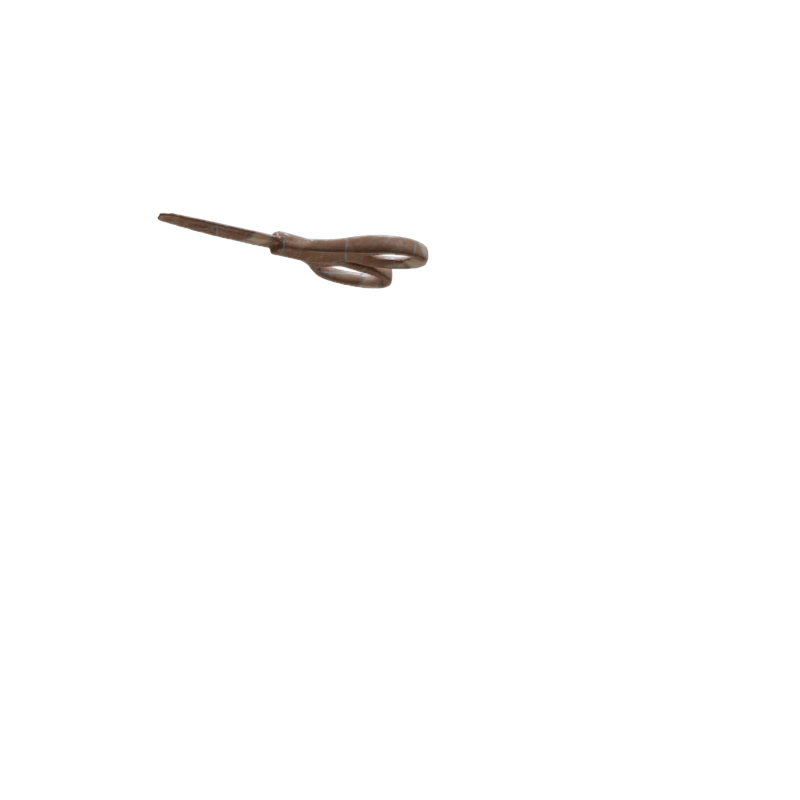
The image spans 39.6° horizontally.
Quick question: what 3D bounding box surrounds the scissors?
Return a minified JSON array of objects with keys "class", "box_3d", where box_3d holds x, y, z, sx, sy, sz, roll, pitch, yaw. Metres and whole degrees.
[{"class":"scissors","box_3d":[-0.059,-0.108,0.756,0.098,0.016,0.190,-9,-15,37]}]
